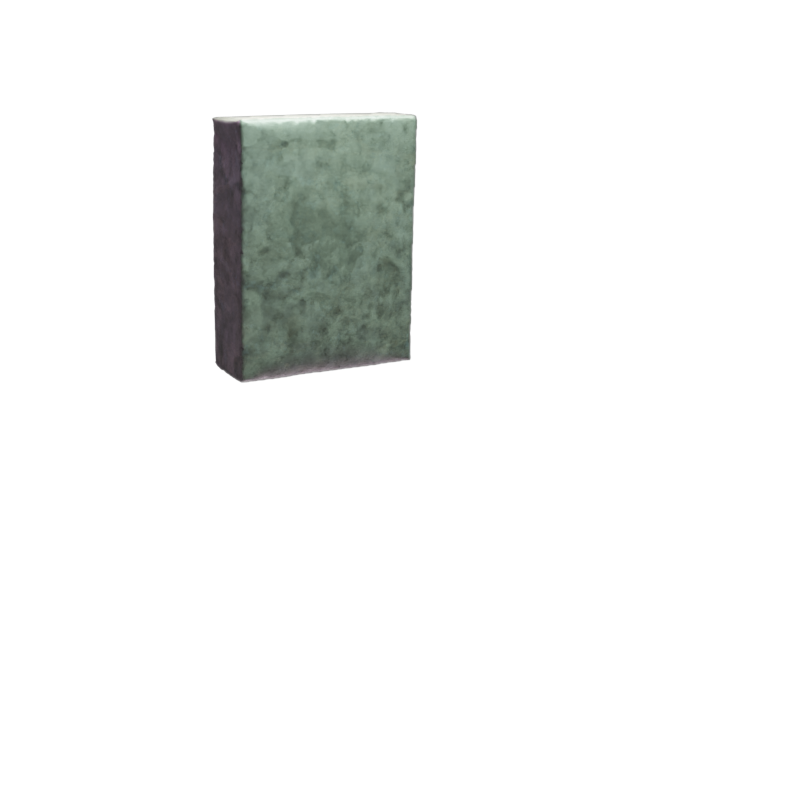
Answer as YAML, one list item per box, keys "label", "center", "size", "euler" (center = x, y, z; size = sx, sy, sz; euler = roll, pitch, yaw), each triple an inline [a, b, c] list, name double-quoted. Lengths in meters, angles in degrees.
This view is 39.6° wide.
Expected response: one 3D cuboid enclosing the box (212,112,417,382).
- label: "box"
  center: [-0.073, -0.133, 0.935]
  size: [0.160, 0.209, 0.076]
  euler: [-6, 12, -28]
